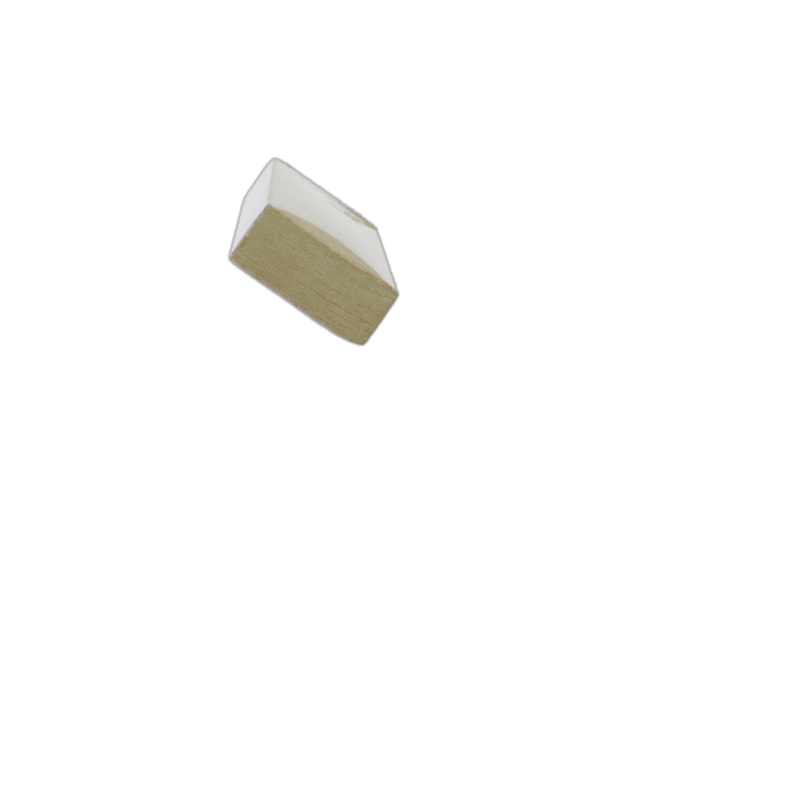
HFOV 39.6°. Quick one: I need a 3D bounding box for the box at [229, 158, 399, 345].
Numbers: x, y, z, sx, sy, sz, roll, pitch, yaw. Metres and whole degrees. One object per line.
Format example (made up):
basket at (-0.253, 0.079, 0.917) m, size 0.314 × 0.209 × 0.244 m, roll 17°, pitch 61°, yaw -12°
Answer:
box at (-0.055, -0.100, 0.697) m, size 0.091 × 0.047 × 0.184 m, roll 33°, pitch 16°, yaw -15°
